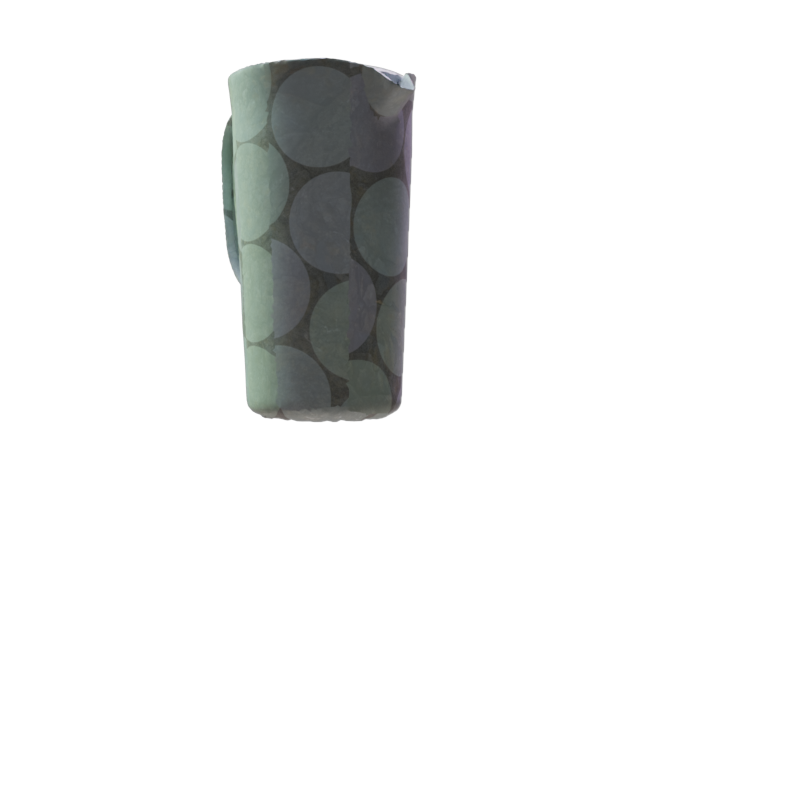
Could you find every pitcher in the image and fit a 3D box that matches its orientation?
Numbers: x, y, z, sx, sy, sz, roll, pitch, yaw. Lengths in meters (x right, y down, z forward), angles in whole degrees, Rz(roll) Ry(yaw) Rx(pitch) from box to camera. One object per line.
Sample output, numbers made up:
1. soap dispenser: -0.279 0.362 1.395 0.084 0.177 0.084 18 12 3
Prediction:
1. pitcher: -0.061 -0.112 0.784 0.145 0.245 0.148 0 -2 -1
